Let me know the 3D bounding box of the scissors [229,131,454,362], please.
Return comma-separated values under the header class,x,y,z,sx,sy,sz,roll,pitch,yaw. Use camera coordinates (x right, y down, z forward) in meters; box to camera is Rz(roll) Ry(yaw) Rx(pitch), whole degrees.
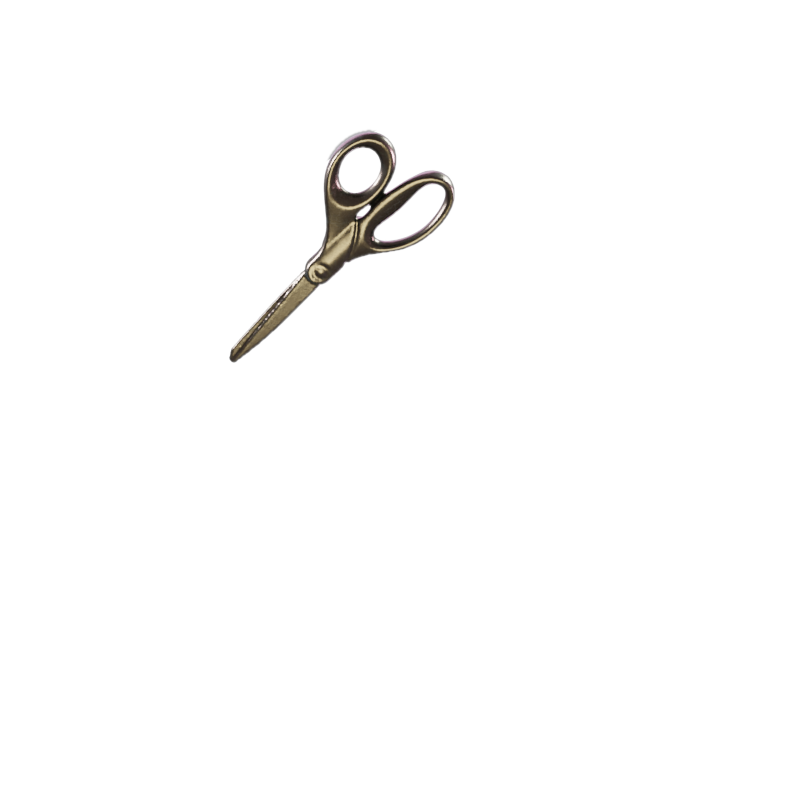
class,x,y,z,sx,sy,sz,roll,pitch,yaw
scissors,-0.059,-0.108,0.757,0.201,0.091,0.017,-29,22,13
